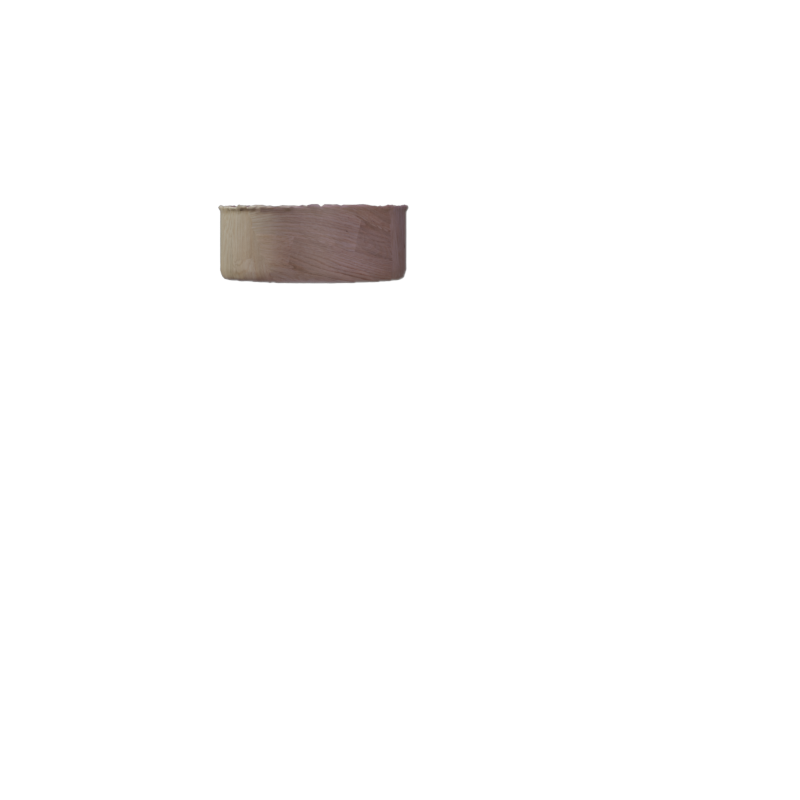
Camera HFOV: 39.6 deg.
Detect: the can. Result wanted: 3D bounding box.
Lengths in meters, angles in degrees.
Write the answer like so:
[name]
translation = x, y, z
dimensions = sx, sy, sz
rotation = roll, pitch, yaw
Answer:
[can]
translation = -0.039, -0.072, 0.502
dimensions = 0.086, 0.033, 0.087
rotation = 0, 8, -2
